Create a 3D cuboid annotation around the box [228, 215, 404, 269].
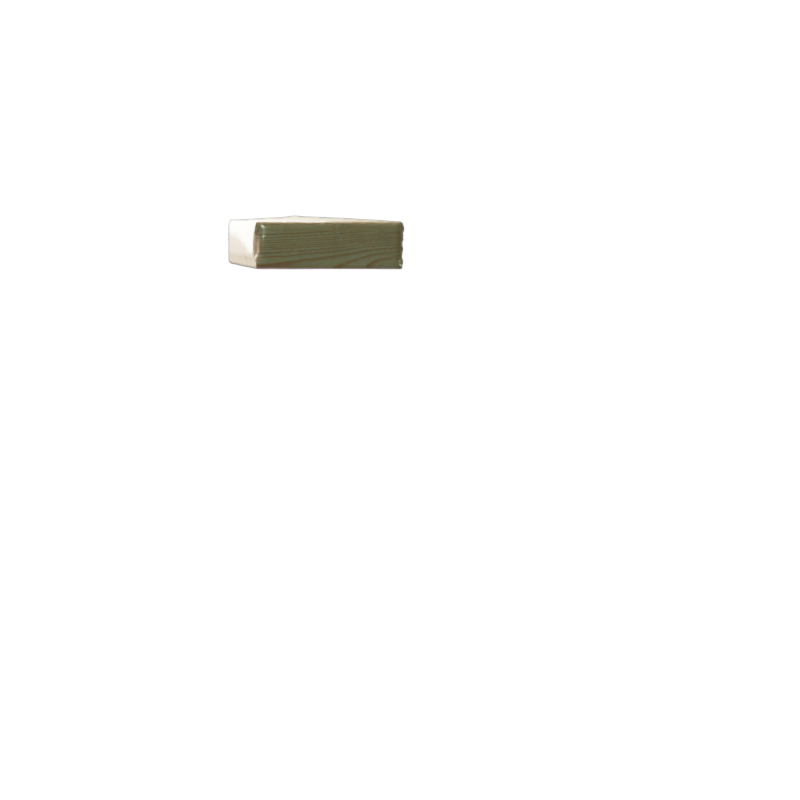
[{"bbox_3d":[-0.051,-0.093,0.654,0.087,0.030,0.076,-3,10,-18],"label":"box"}]
